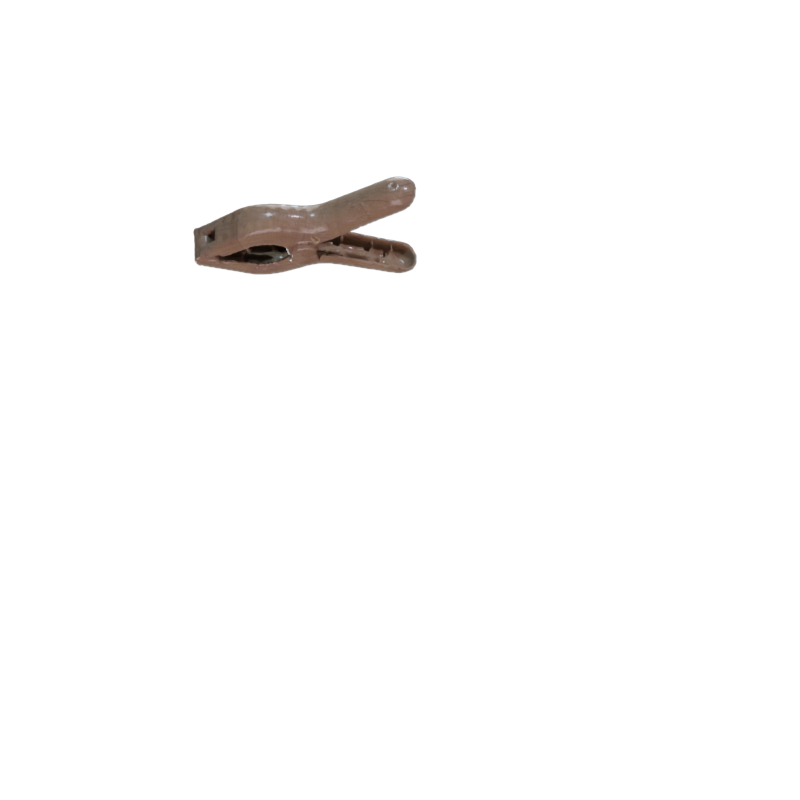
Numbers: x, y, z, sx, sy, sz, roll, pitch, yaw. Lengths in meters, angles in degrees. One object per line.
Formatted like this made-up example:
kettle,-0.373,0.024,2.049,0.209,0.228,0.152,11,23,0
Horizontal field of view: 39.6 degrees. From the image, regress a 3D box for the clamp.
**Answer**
clamp,-0.065,-0.118,0.829,0.173,0.042,0.111,-6,-28,11
